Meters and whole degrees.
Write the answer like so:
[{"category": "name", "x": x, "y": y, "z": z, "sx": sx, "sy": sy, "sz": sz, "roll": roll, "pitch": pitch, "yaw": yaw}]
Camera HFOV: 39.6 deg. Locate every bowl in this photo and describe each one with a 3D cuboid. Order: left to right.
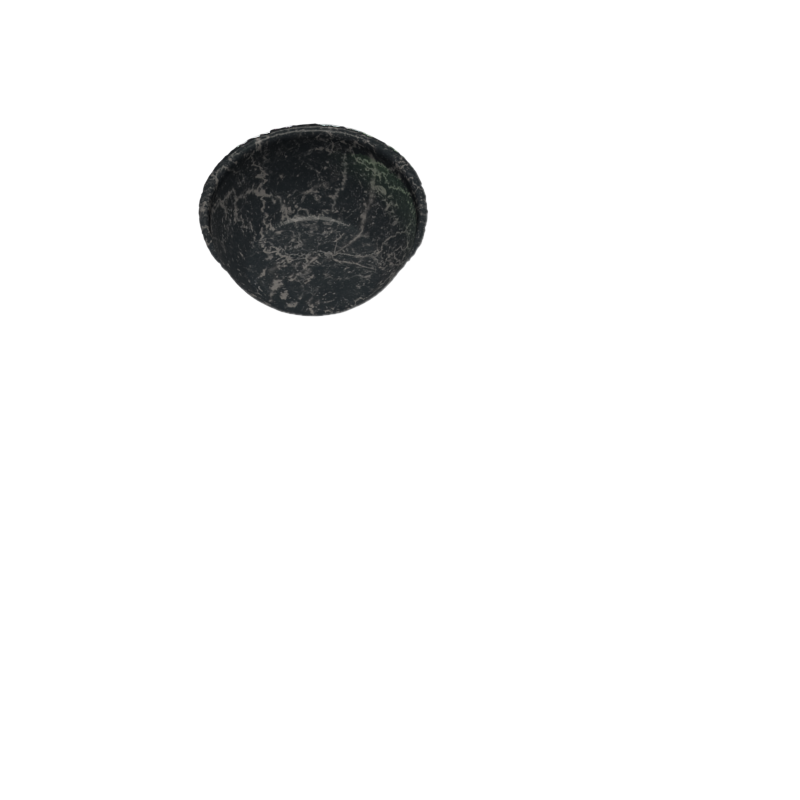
[{"category": "bowl", "x": -0.060, "y": -0.109, "z": 0.761, "sx": 0.162, "sy": 0.059, "sz": 0.151, "roll": 1, "pitch": -45, "yaw": -1}]
